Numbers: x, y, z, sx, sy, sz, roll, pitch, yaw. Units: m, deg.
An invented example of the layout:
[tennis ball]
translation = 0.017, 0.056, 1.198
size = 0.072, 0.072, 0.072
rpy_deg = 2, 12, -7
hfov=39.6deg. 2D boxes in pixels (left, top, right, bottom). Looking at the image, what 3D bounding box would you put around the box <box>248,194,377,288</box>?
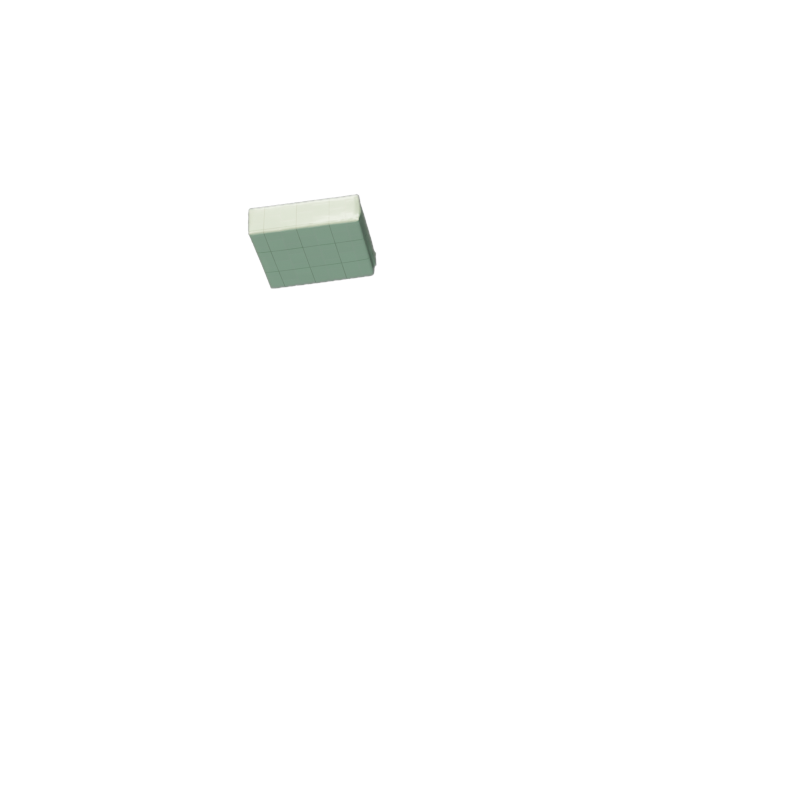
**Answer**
[box]
translation = -0.068, -0.125, 0.875
size = 0.090, 0.032, 0.068
rpy_deg = -6, -34, 9
